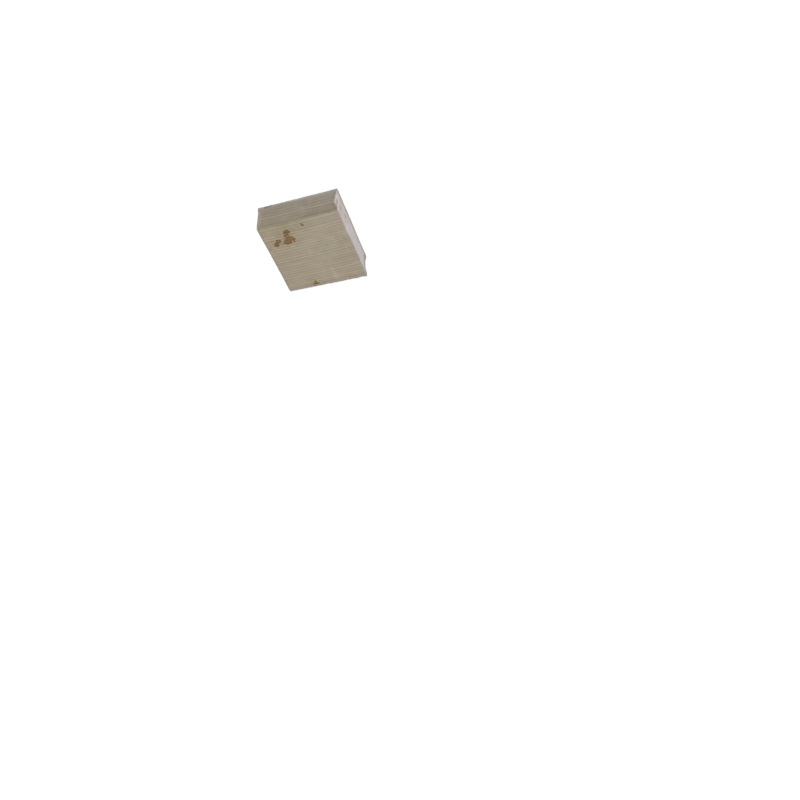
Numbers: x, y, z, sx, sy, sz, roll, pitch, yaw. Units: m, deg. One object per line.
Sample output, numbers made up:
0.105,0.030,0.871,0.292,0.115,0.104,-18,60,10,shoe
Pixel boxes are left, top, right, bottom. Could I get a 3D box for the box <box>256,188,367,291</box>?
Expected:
-0.076,-0.138,0.965,0.074,0.032,0.082,-11,-40,13,box
